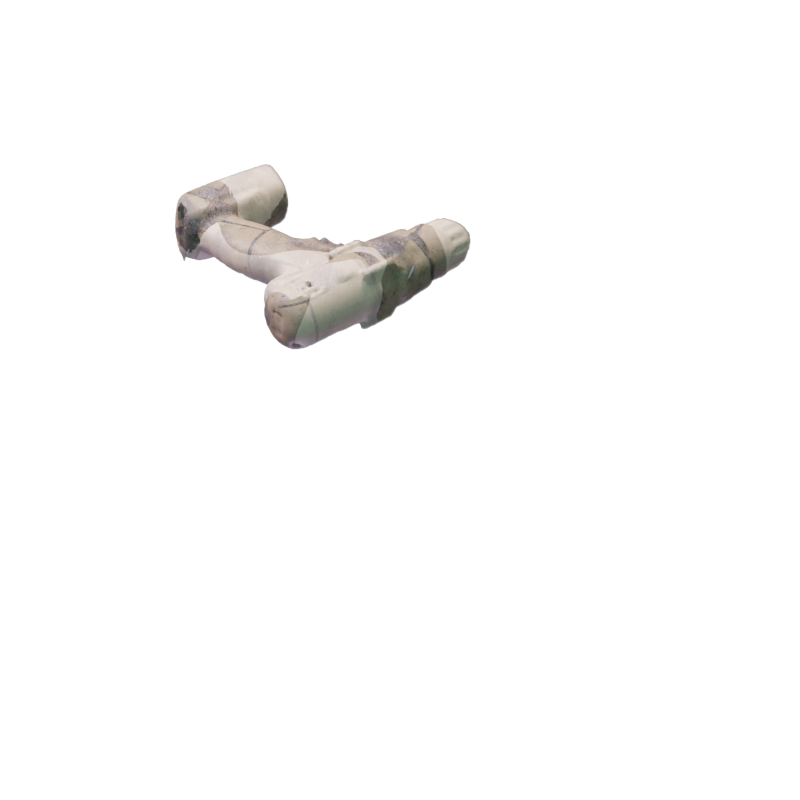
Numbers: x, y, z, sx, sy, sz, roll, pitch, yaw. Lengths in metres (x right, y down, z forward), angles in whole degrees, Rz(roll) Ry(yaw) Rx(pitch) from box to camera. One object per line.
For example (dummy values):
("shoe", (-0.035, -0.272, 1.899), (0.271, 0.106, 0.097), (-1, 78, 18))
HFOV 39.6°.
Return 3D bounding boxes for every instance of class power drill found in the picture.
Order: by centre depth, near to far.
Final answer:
("power drill", (-0.066, -0.120, 0.840), (0.183, 0.054, 0.201), (-27, 42, -35))
